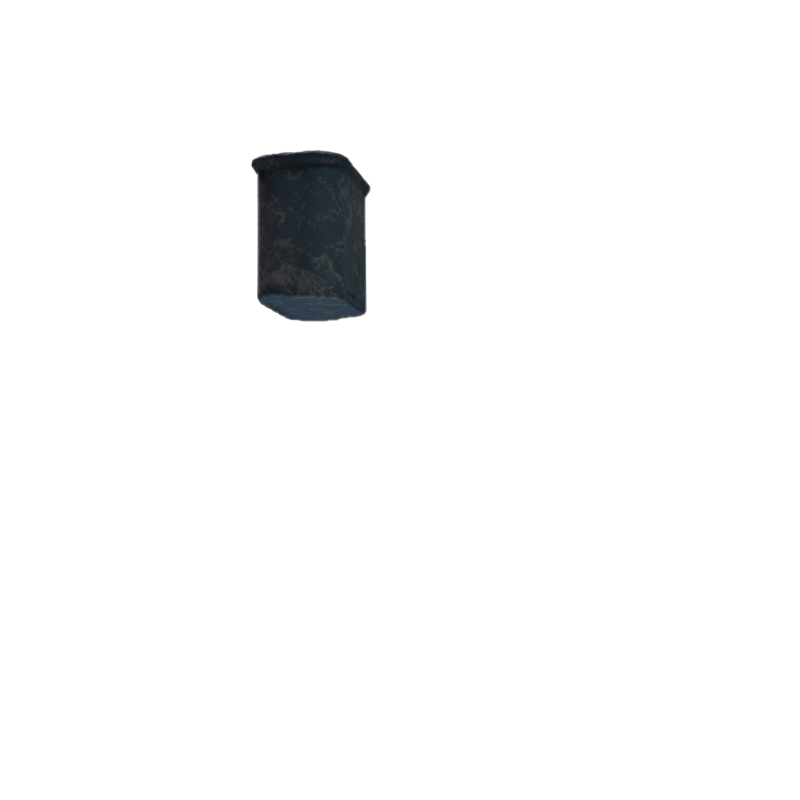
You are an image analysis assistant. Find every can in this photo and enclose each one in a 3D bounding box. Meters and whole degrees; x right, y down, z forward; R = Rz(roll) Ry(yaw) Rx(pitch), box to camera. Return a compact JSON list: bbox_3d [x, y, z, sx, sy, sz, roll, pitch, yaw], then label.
[{"bbox_3d":[-0.052,-0.095,0.665,0.058,0.086,0.098,-2,-8,11],"label":"can"}]
